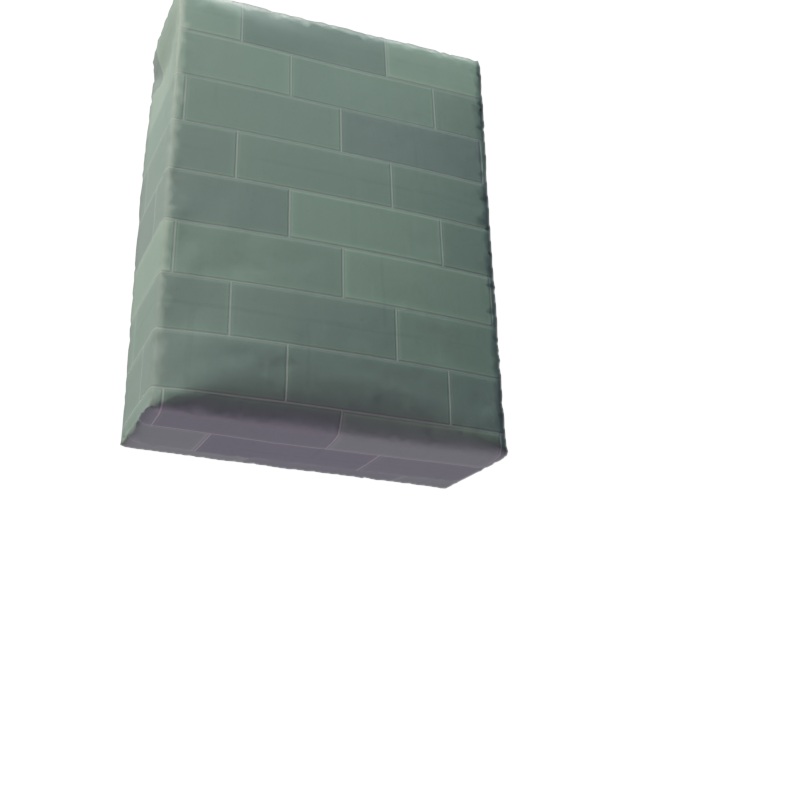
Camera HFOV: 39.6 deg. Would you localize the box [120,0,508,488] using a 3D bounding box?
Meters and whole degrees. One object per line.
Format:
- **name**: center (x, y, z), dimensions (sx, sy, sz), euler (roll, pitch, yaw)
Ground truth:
- **box**: center (-0.042, -0.076, 0.532), dimensions (0.159, 0.226, 0.070), euler (8, -27, -20)
